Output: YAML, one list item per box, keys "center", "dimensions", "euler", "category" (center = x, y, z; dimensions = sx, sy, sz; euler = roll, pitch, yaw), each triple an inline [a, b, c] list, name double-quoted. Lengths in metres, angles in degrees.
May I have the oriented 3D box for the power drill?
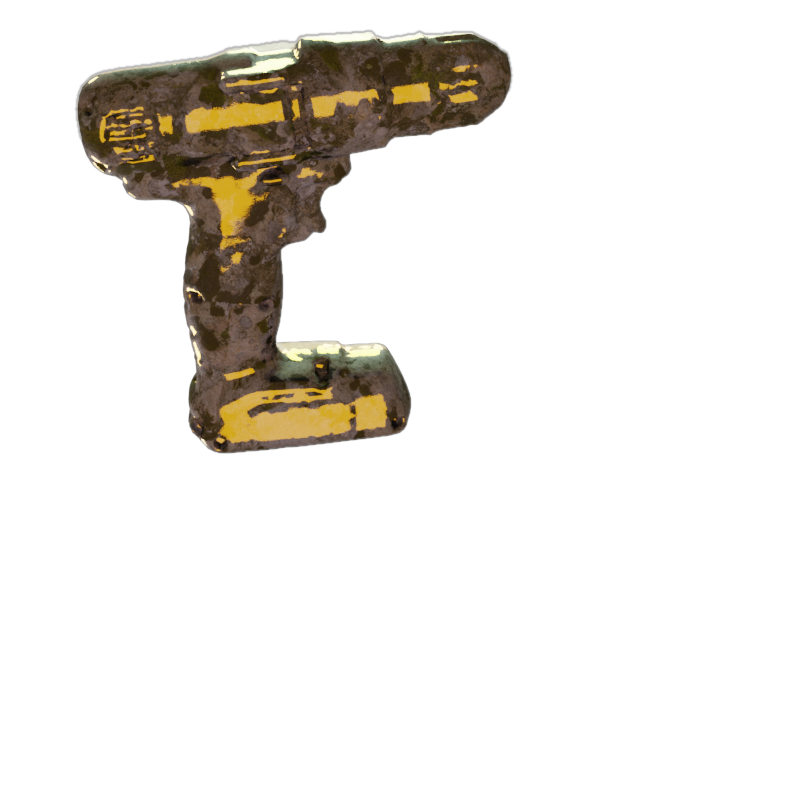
- center: [-0.039, -0.072, 0.501]
  dimensions: [0.185, 0.177, 0.061]
  euler: [-5, 26, 2]
  category: "power drill"
